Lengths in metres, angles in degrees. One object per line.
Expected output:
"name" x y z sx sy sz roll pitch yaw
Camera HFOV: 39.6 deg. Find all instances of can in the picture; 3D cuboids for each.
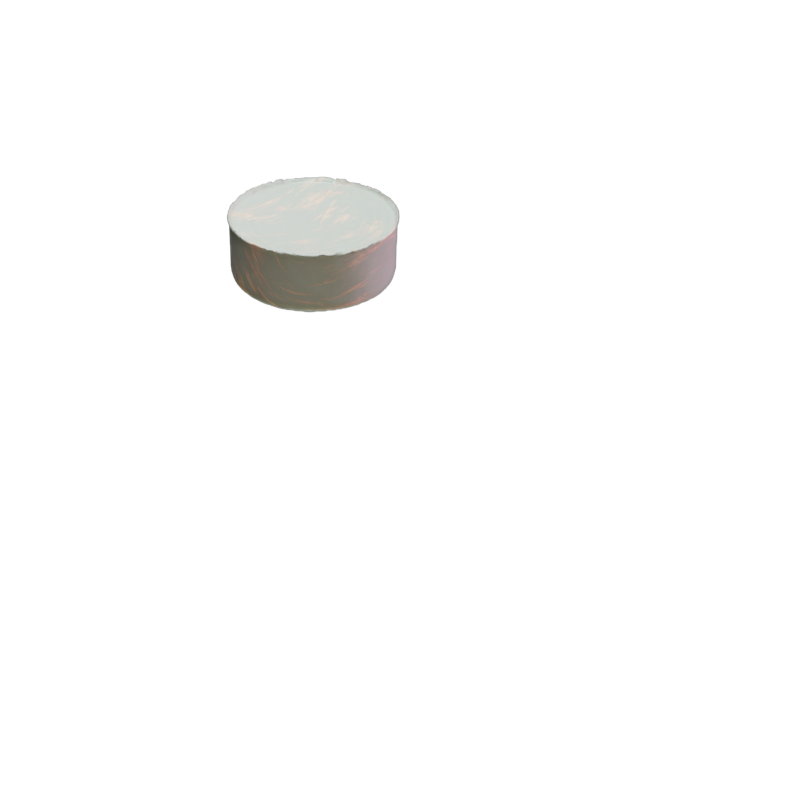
"can" -0.044 -0.080 0.559 0.086 0.031 0.092 -1 34 -2
